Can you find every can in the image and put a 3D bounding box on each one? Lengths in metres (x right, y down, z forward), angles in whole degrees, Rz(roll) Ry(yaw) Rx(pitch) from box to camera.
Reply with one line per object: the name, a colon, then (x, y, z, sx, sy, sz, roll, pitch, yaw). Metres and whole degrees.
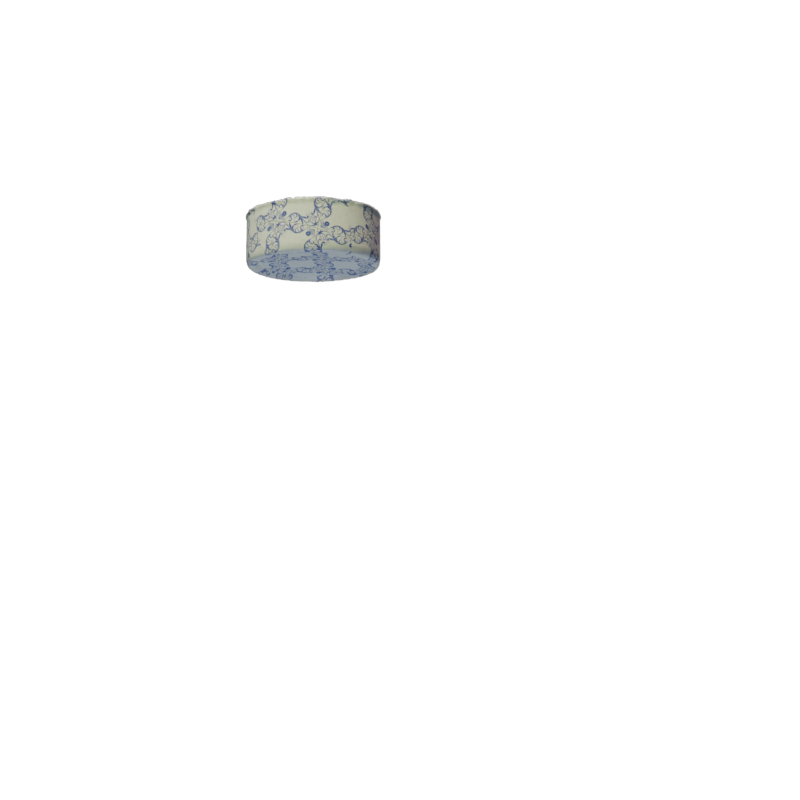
can: (-0.055, -0.100, 0.698, 0.086, 0.035, 0.084, 0, -9, -2)
